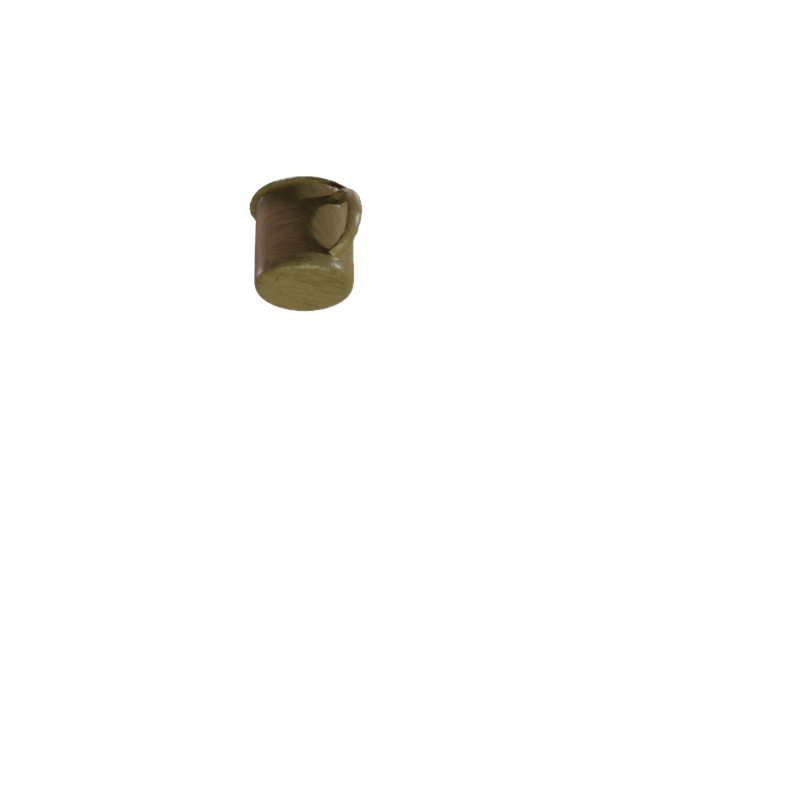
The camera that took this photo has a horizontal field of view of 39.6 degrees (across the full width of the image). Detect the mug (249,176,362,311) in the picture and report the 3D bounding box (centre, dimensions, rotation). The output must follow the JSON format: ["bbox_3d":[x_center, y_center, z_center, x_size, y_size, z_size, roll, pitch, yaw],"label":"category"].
[{"bbox_3d":[-0.071,-0.130,0.909,0.088,0.087,0.117,22,-35,-37],"label":"mug"}]
